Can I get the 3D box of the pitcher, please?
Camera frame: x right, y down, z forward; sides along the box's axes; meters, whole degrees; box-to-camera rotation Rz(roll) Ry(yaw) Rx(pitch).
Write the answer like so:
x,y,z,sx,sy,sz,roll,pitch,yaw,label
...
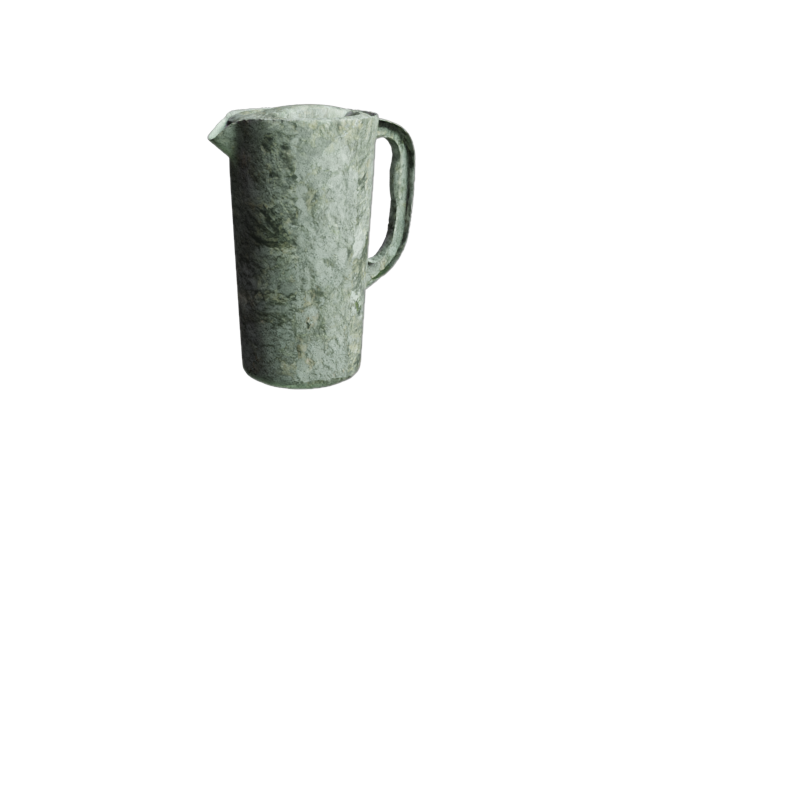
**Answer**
x,y,z,sx,sy,sz,roll,pitch,yaw,label
-0.077,-0.141,0.984,0.154,0.236,0.145,6,15,20,pitcher
